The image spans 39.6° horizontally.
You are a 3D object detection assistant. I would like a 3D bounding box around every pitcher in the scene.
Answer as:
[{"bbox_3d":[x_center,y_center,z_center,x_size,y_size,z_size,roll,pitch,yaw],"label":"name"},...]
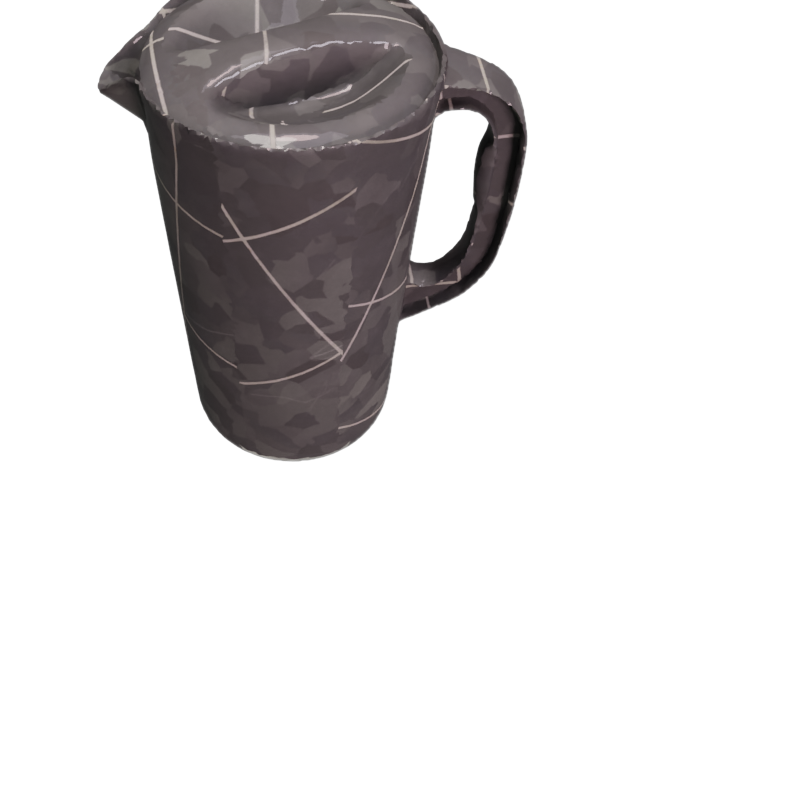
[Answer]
[{"bbox_3d":[-0.043,-0.078,0.548,0.159,0.226,0.146,38,57,26],"label":"pitcher"}]
